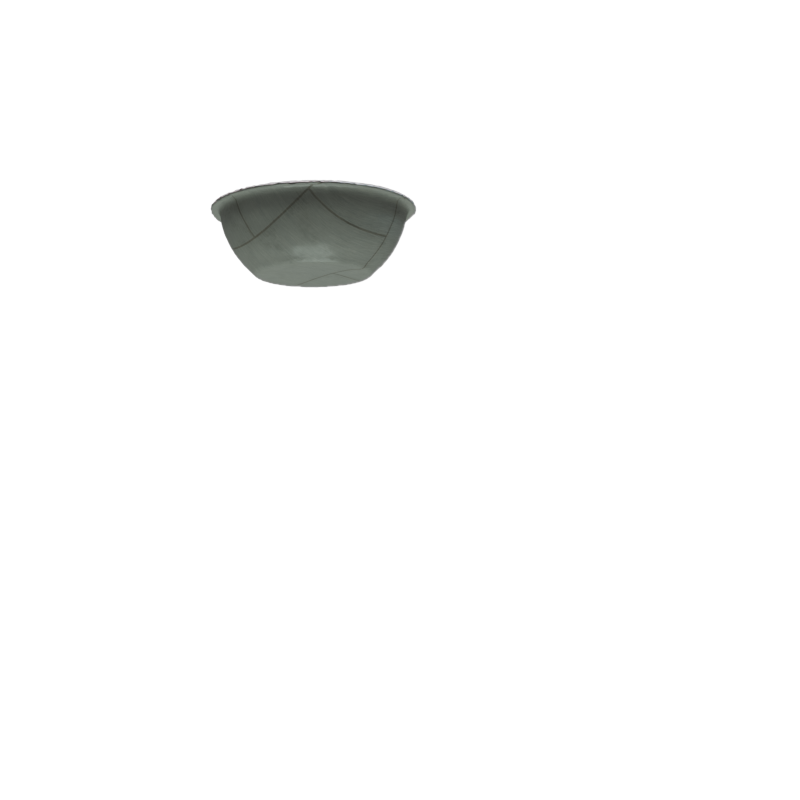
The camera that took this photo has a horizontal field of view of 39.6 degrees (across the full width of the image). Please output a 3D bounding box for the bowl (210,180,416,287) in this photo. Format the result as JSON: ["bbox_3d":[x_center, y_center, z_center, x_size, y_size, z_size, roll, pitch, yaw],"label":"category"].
[{"bbox_3d":[-0.068,-0.124,0.869,0.162,0.056,0.158,0,-7,-2],"label":"bowl"}]
